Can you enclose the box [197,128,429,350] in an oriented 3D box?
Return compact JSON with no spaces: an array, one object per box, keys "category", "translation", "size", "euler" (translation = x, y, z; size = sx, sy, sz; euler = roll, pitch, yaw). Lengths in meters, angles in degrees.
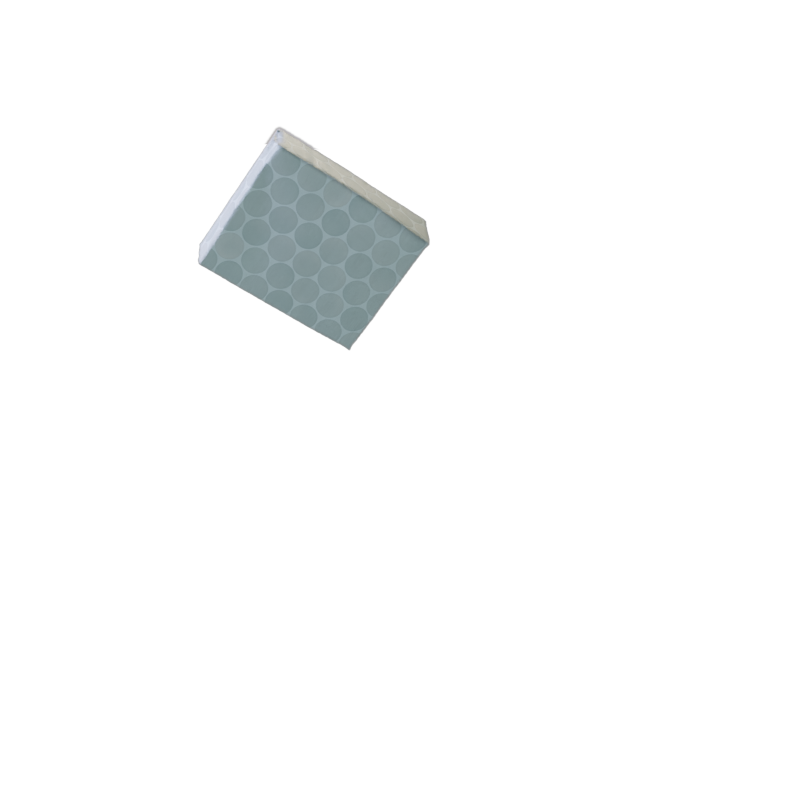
[{"category":"box","translation":[-0.052,-0.096,0.669],"size":[0.110,0.088,0.041],"euler":[32,20,-14]}]
